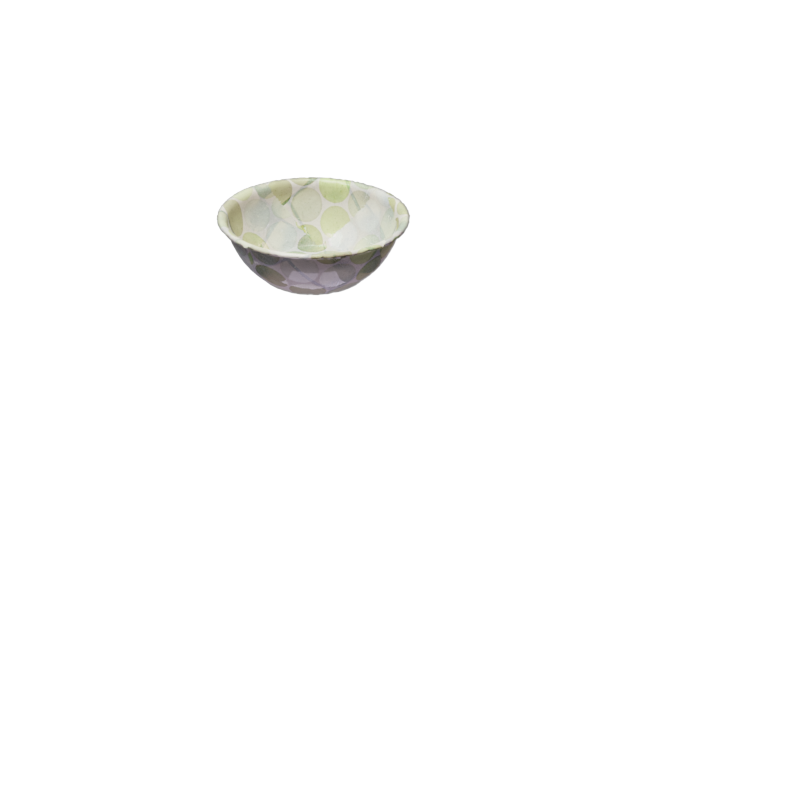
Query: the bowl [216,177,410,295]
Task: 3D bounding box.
[{"bbox_3d":[-0.074,-0.134,0.941,0.162,0.052,0.172,-1,32,-2],"label":"bowl"}]
